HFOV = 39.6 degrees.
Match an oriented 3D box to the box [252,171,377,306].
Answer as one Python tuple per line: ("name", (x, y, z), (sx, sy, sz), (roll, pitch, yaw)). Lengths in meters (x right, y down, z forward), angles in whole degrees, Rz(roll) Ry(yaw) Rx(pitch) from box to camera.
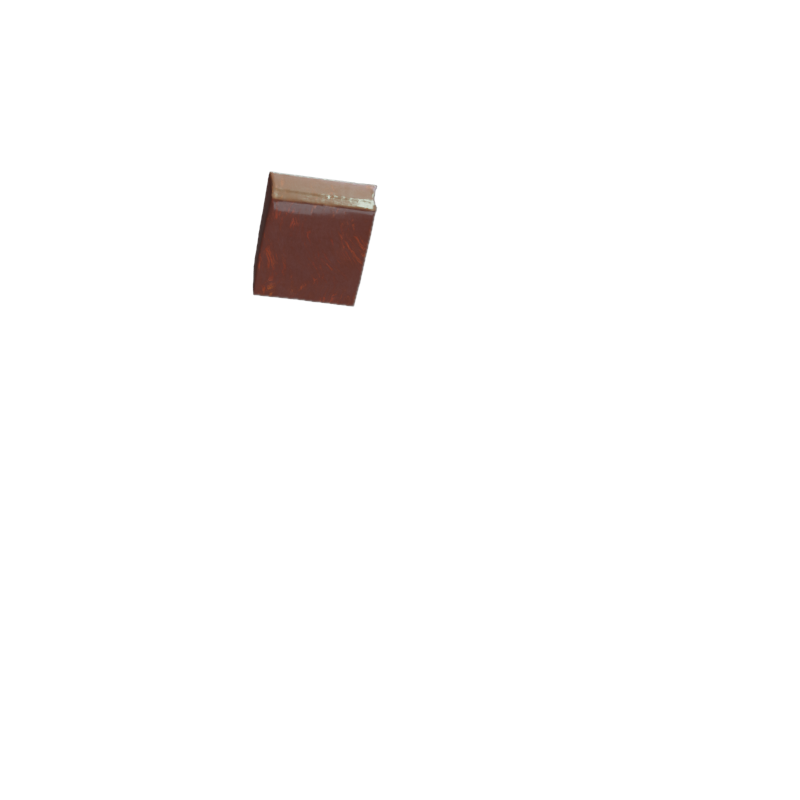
("box", (-0.072, -0.132, 0.922), (0.089, 0.042, 0.107), (7, -43, -8))
